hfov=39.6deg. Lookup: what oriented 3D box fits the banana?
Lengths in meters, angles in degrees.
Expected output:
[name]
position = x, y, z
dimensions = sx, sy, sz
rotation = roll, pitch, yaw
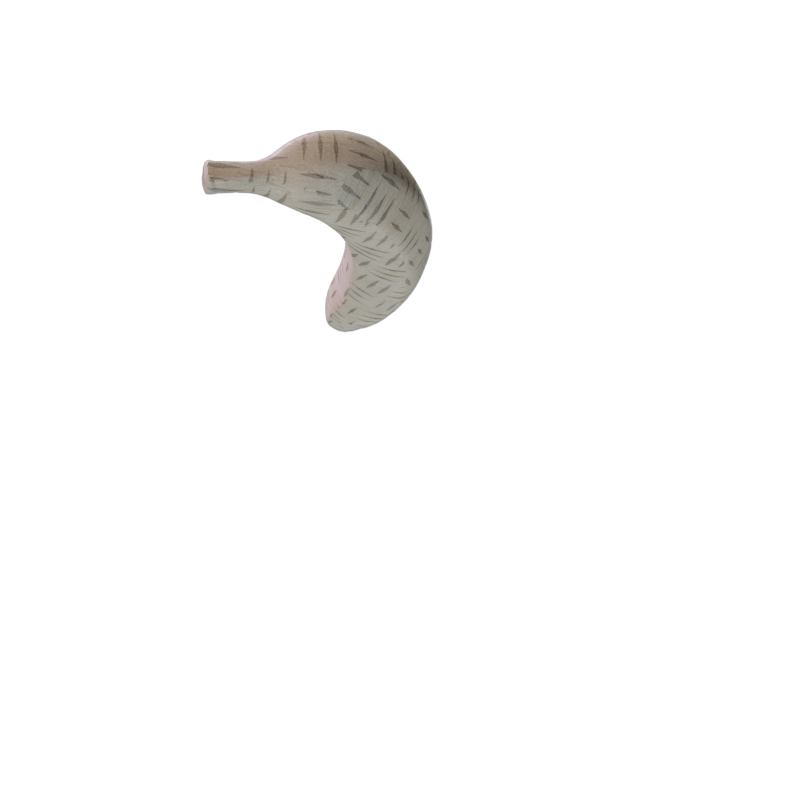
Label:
[banana]
position = -0.020, -0.070, 0.471
dimensions = 0.070, 0.038, 0.187
rotation = -4, -15, 11
